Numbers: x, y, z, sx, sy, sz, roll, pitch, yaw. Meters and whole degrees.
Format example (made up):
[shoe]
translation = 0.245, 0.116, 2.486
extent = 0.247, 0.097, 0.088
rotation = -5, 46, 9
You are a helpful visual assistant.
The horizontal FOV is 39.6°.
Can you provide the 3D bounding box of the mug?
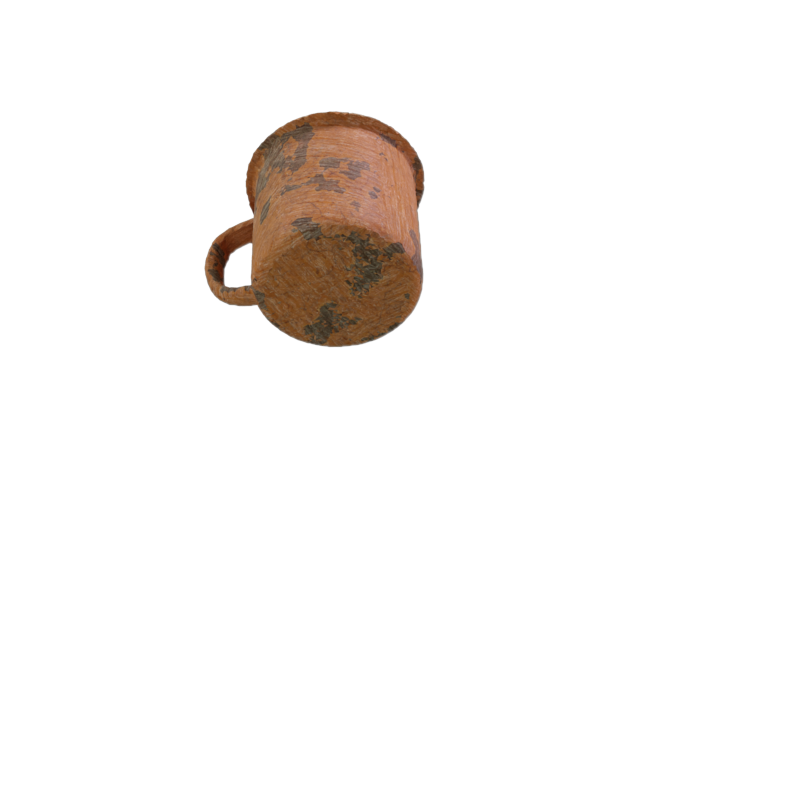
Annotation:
[mug]
translation = -0.043, -0.078, 0.549
extent = 0.118, 0.087, 0.086
rotation = -14, -46, 12
